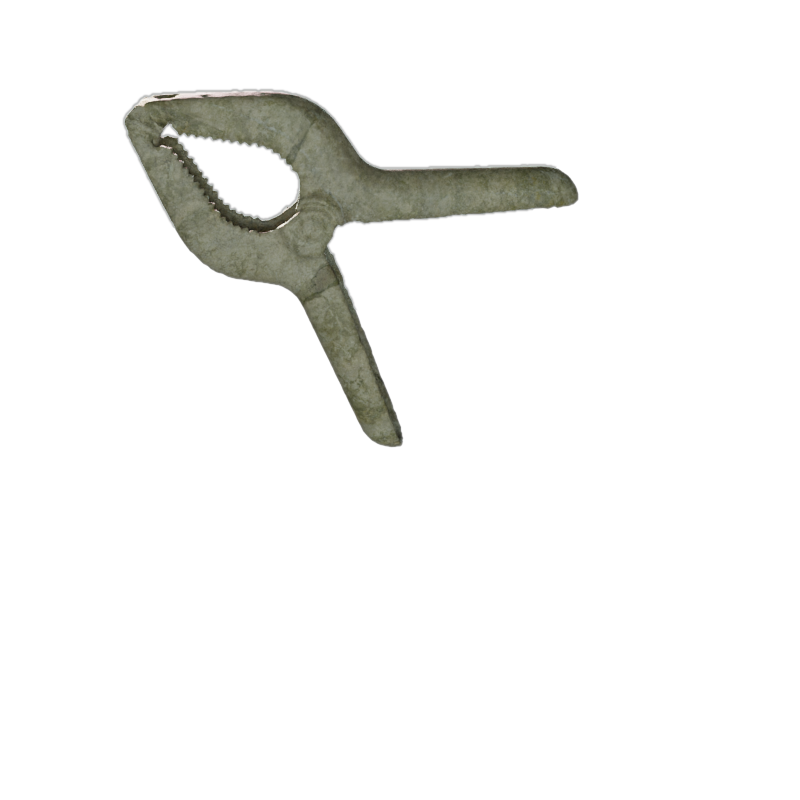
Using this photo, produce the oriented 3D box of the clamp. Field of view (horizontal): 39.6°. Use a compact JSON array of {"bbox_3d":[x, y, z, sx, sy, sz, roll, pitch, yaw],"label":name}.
[{"bbox_3d":[-0.042,-0.077,0.538,0.207,0.161,0.038,25,15,-7],"label":"clamp"}]
